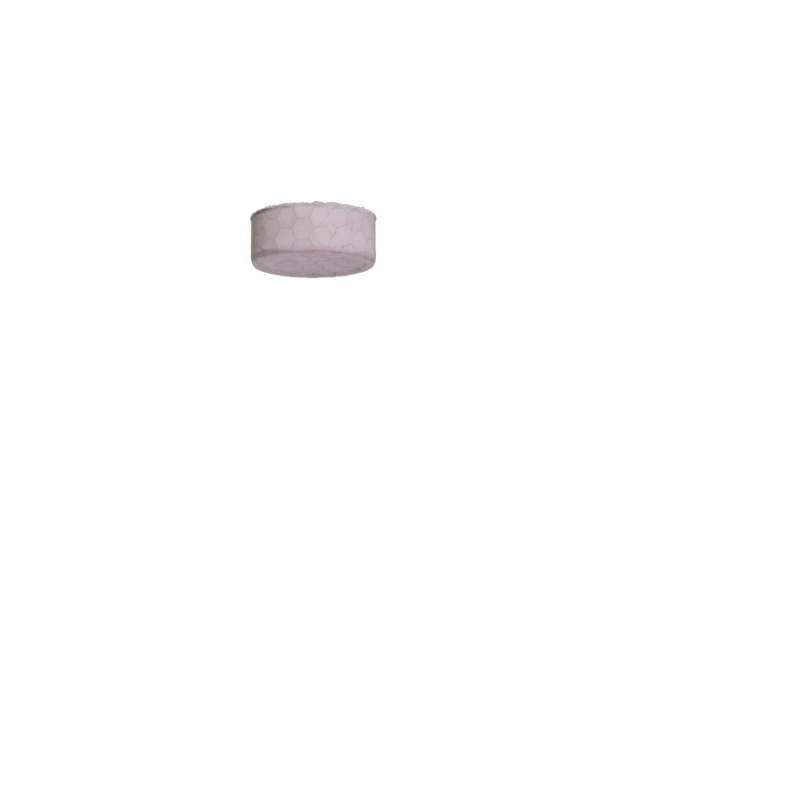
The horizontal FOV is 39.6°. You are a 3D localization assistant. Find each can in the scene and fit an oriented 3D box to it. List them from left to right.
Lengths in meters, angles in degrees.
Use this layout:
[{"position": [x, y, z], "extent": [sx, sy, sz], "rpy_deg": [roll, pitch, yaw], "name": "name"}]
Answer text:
[{"position": [-0.059, -0.107, 0.749], "extent": [0.086, 0.034, 0.084], "rpy_deg": [0, -7, -2], "name": "can"}]
